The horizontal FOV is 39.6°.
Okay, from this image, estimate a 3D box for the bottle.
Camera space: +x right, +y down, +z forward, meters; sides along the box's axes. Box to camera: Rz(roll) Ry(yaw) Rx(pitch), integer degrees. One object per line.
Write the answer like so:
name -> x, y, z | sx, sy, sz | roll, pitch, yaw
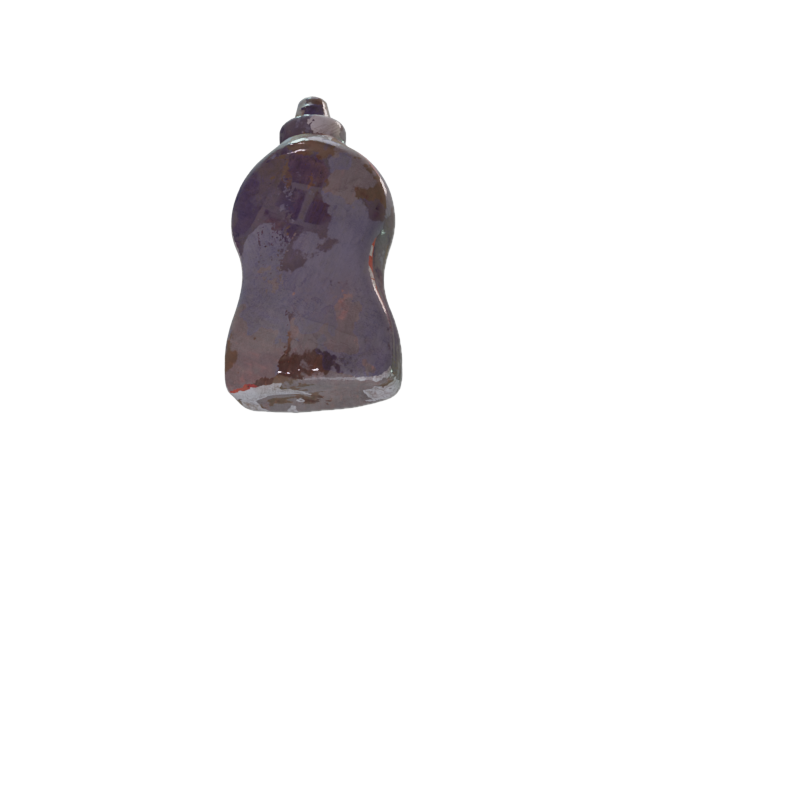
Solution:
bottle -> -0.051, -0.093, 0.647 | 0.097, 0.203, 0.054 | -8, -26, 13
